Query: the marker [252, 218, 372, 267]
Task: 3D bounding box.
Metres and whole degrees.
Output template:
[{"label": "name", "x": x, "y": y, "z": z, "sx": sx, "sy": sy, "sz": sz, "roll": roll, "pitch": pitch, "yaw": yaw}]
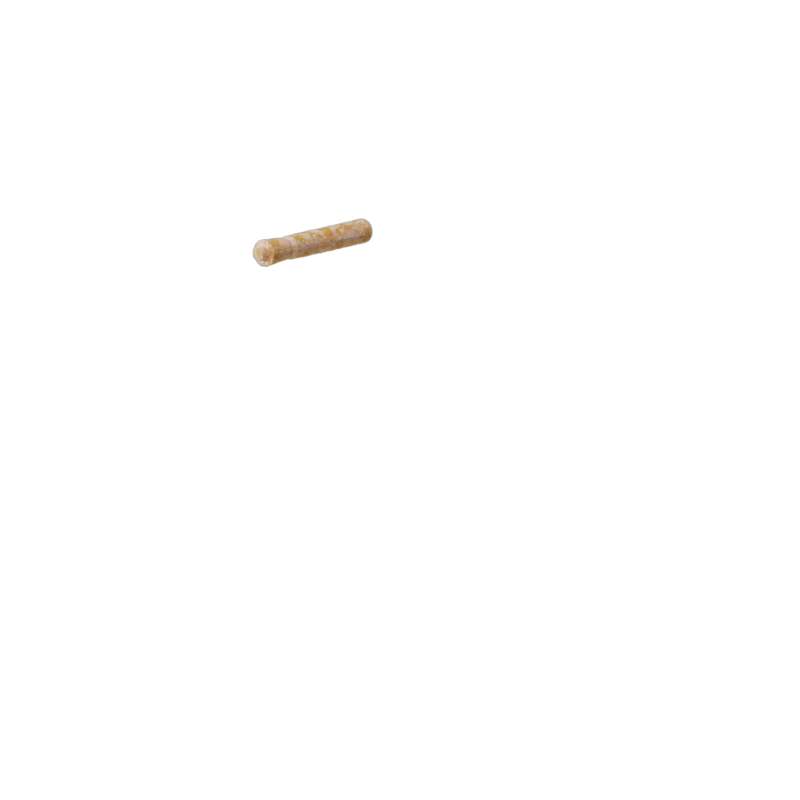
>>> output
[{"label": "marker", "x": -0.061, "y": -0.112, "z": 0.783, "sx": 0.020, "sy": 0.019, "sz": 0.119, "roll": 3, "pitch": 16, "yaw": 35}]
